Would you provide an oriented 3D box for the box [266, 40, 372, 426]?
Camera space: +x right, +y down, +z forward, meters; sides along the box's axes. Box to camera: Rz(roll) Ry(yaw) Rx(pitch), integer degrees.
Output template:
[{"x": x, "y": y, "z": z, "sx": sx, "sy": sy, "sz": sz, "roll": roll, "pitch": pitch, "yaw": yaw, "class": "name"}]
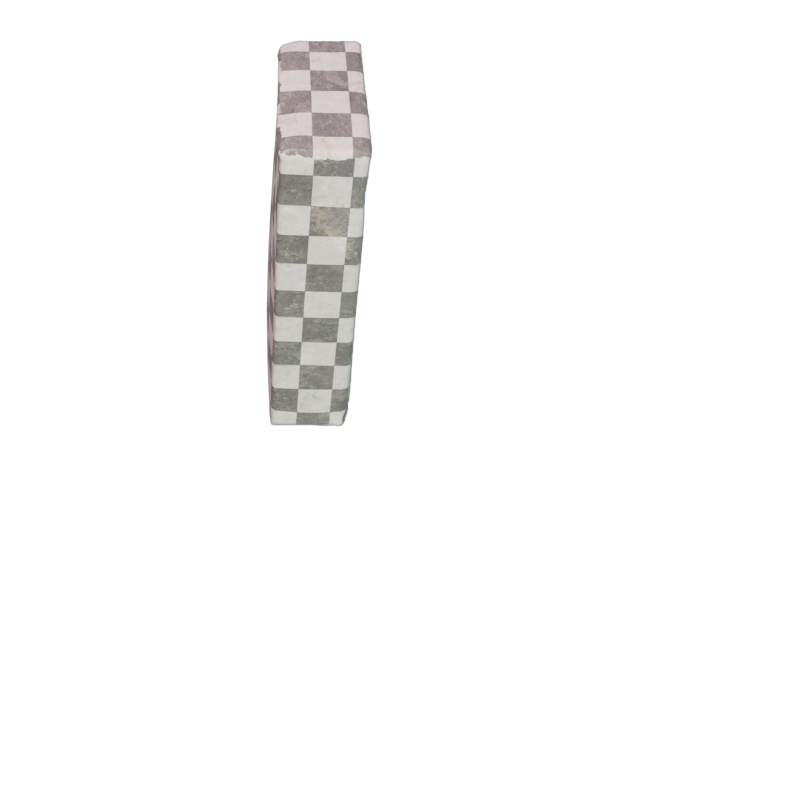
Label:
[{"x": -0.043, "y": -0.078, "z": 0.545, "sx": 0.048, "sy": 0.164, "sz": 0.100, "roll": -1, "pitch": 44, "yaw": -5, "class": "box"}]
